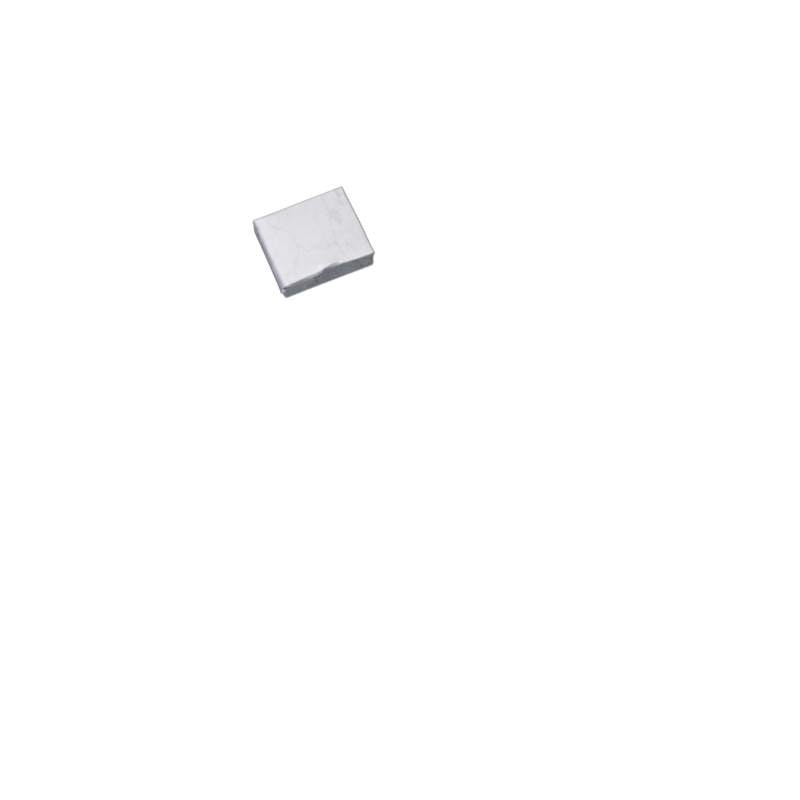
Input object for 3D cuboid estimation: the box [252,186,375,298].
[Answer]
[{"bbox_3d":[-0.077,-0.141,0.986,0.089,0.078,0.029,-22,-23,-10],"label":"box"}]
